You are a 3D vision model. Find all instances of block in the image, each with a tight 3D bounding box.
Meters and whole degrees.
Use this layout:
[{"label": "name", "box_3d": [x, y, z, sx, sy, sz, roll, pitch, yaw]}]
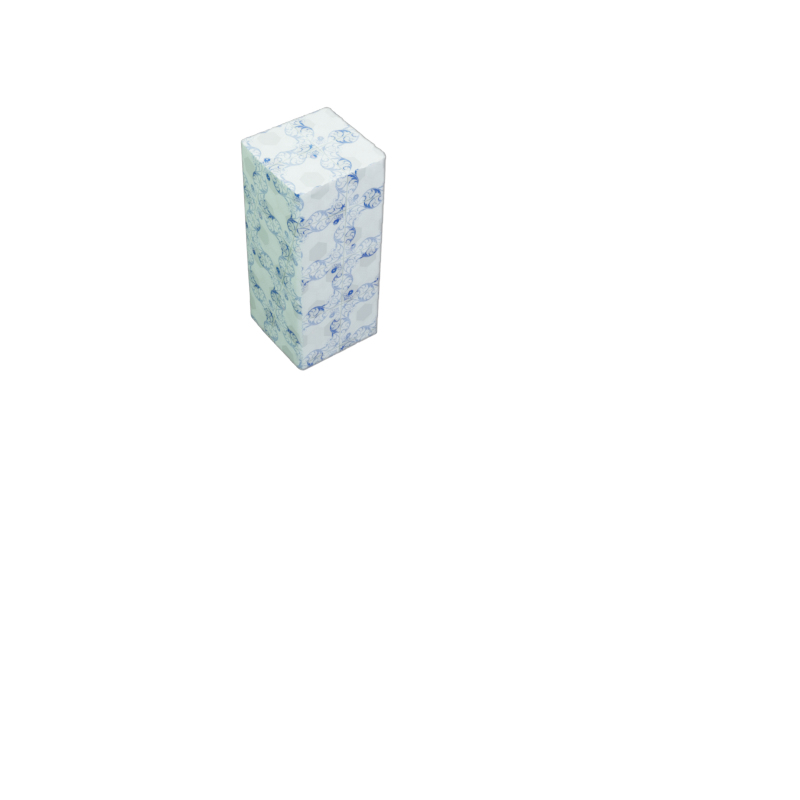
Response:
[{"label": "block", "box_3d": [-0.076, -0.138, 0.972, 0.090, 0.192, 0.097, -26, 52, -26]}]
